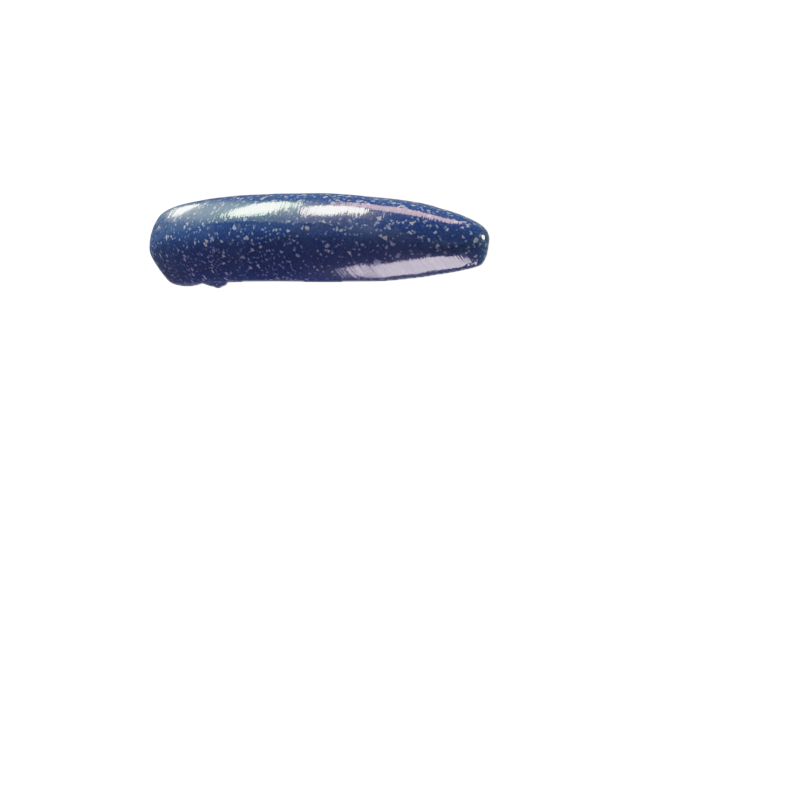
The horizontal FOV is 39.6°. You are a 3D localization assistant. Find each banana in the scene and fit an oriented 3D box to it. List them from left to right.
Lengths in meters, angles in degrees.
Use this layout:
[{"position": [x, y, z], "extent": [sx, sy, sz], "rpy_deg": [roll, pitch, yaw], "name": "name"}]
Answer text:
[{"position": [-0.054, -0.067, 0.465], "extent": [0.067, 0.037, 0.205], "rpy_deg": [-2, 5, -39], "name": "banana"}]
